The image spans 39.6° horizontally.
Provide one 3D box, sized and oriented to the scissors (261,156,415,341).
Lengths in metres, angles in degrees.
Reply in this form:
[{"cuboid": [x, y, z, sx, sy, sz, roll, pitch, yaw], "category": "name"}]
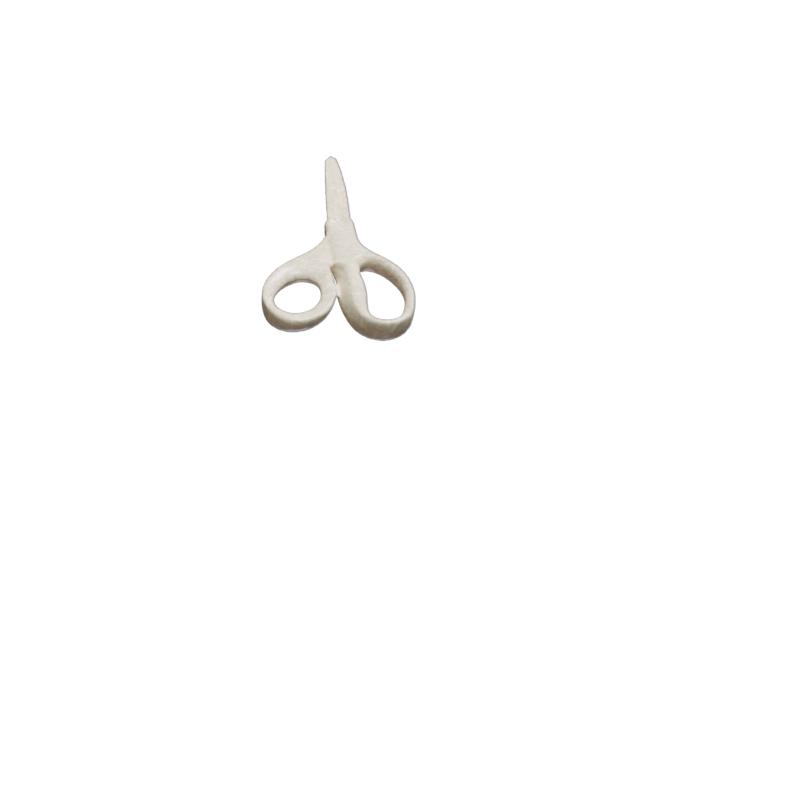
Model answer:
[{"cuboid": [-0.054, -0.098, 0.685, 0.095, 0.015, 0.218, -12, 39, -15], "category": "scissors"}]
